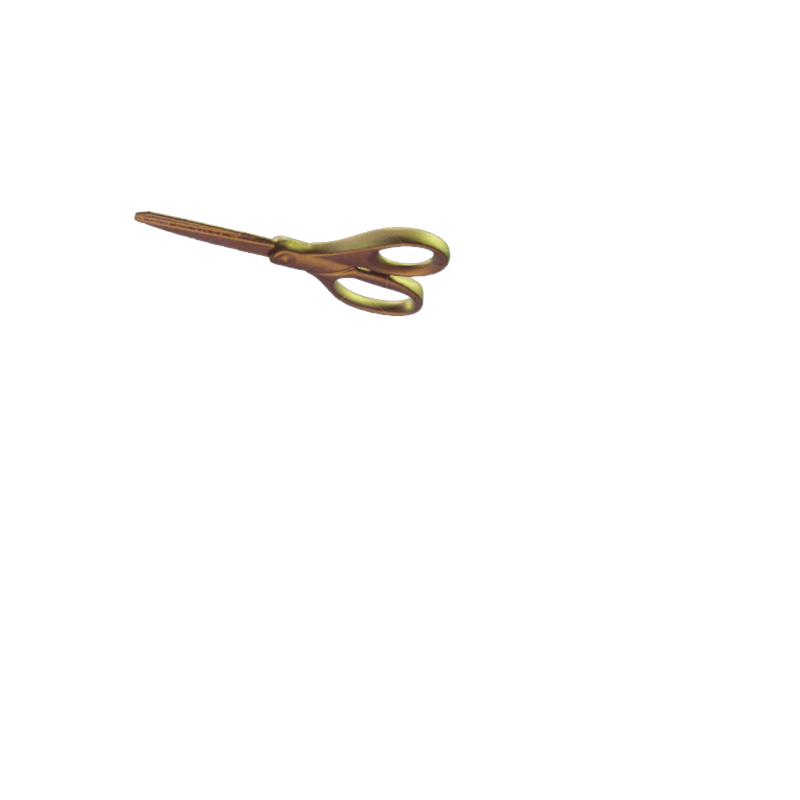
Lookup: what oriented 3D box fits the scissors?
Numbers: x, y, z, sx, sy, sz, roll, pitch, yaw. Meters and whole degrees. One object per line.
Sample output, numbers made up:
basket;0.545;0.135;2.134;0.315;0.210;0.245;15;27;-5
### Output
scissors;-0.054;-0.098;0.687;0.190;0.017;0.095;22;-36;-33
